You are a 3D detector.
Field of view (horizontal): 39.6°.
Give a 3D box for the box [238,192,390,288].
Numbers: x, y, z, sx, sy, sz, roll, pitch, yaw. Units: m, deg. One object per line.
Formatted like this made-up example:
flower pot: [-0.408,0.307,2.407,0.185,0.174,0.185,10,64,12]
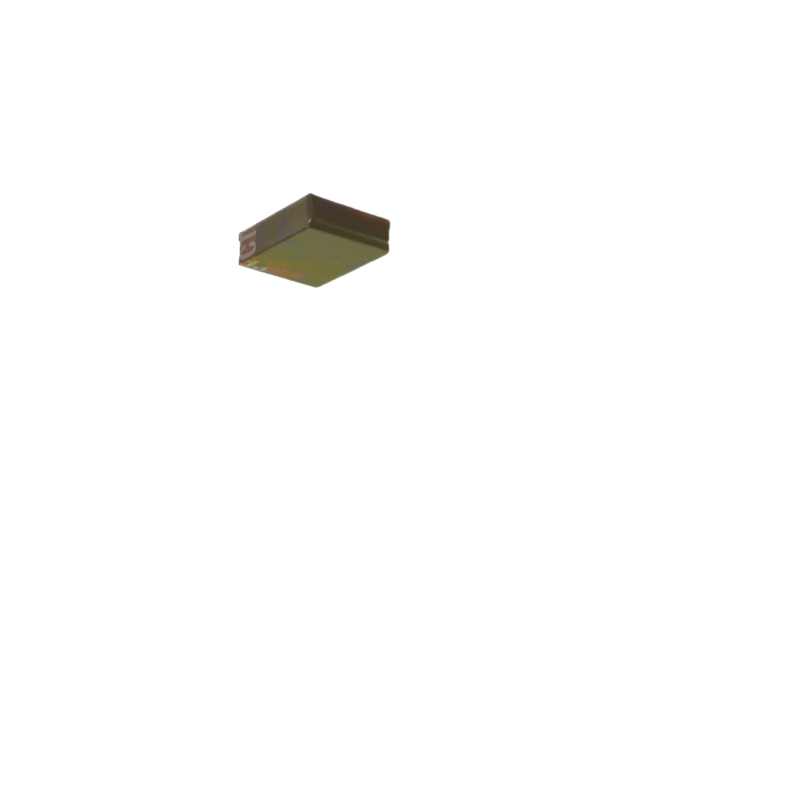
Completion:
box: [-0.062,-0.114,0.797,0.069,0.032,0.090,14,-22,-37]
